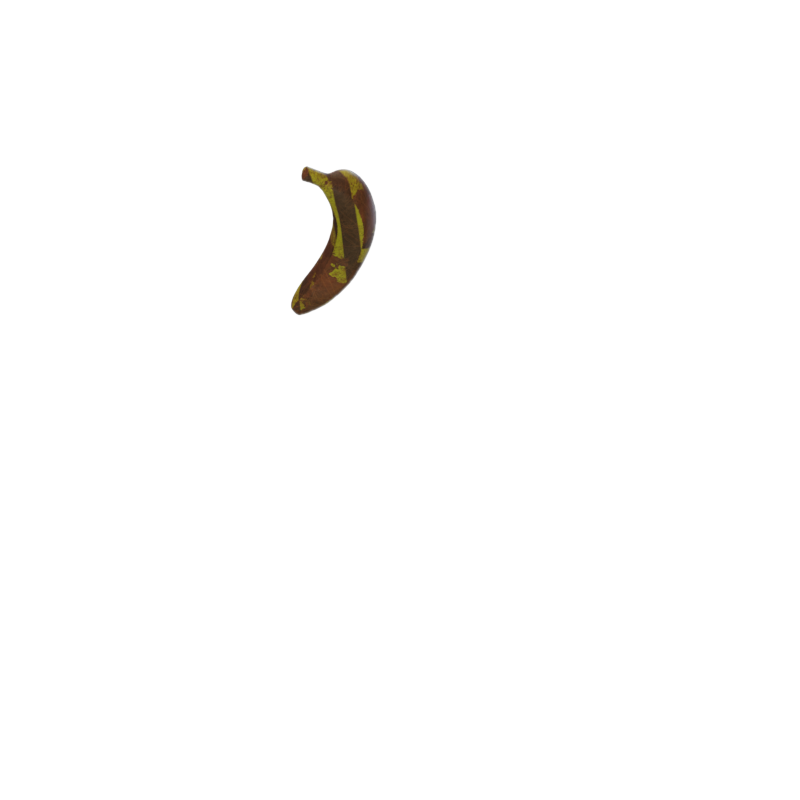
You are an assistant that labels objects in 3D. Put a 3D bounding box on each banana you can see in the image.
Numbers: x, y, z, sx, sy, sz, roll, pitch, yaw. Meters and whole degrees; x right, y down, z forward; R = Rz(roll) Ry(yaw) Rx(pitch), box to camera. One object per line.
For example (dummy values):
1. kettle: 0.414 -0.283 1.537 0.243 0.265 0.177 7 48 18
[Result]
1. banana: -0.058 -0.142 0.984 0.069 0.039 0.185 3 -37 -6
